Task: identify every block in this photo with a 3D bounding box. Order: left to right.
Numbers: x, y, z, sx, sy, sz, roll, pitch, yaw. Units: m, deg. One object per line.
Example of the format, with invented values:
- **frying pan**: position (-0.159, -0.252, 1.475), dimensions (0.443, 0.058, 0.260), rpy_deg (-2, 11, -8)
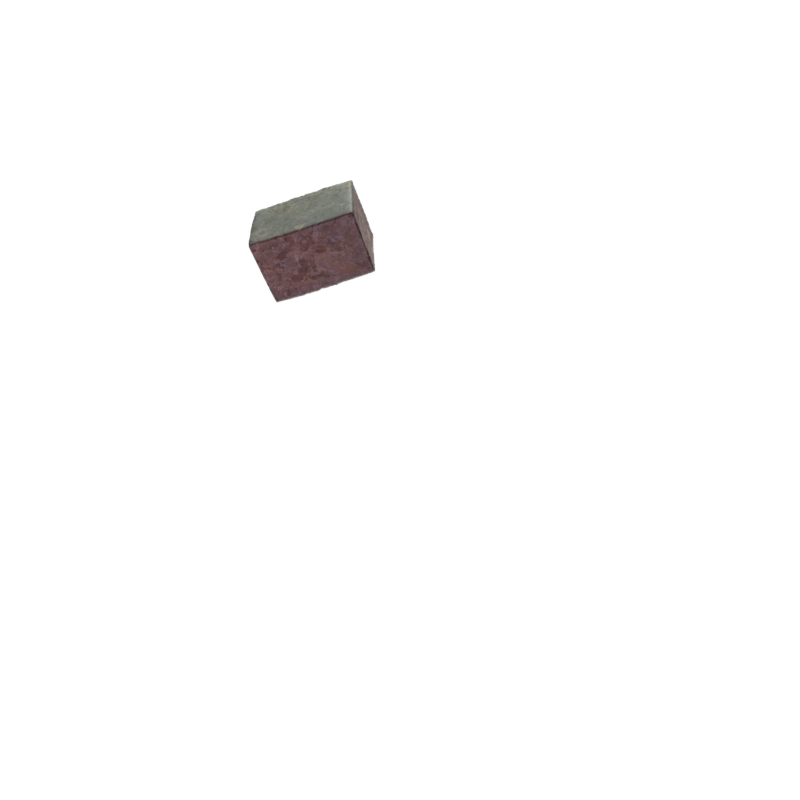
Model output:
- **block**: position (-0.062, -0.113, 0.793), dimensions (0.078, 0.049, 0.055), rpy_deg (-16, 33, 9)
